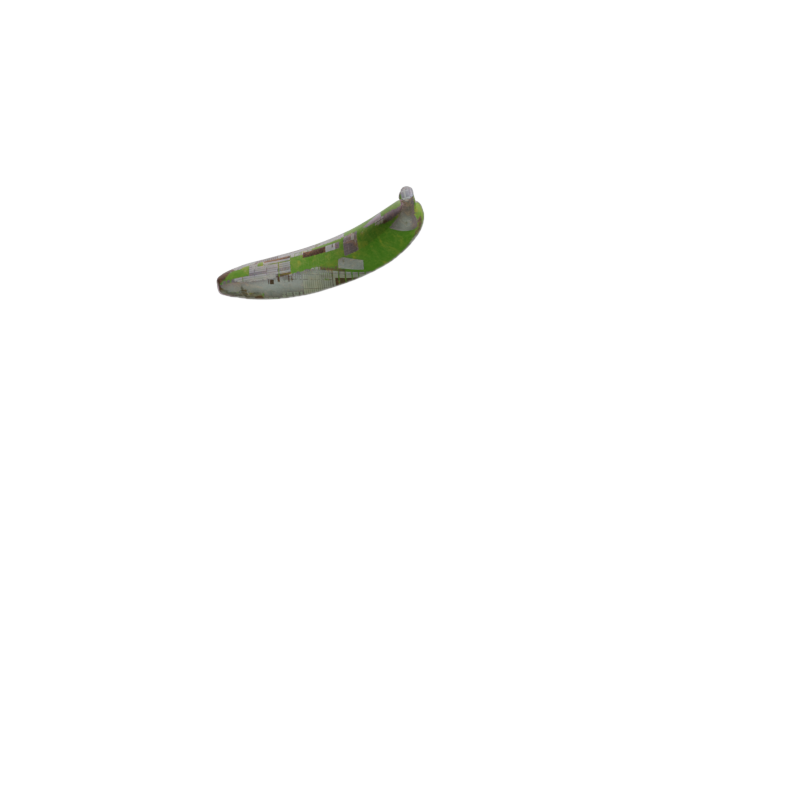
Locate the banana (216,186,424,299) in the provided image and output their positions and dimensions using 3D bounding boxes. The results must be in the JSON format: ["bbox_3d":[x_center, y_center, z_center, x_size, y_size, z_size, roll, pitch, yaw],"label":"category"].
[{"bbox_3d":[-0.053,-0.117,0.865,0.199,0.039,0.065,-22,-38,31],"label":"banana"}]
